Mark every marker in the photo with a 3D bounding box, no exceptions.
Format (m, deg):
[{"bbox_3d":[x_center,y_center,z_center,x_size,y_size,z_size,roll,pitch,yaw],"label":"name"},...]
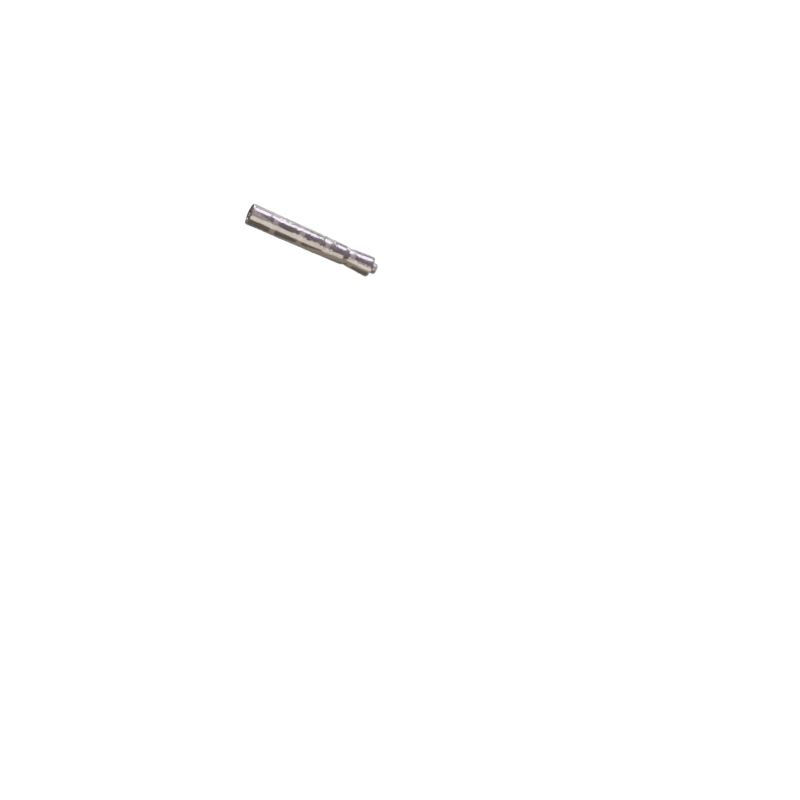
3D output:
[{"bbox_3d":[-0.074,-0.135,0.944,0.117,0.020,0.020,22,-3,-14],"label":"marker"}]
